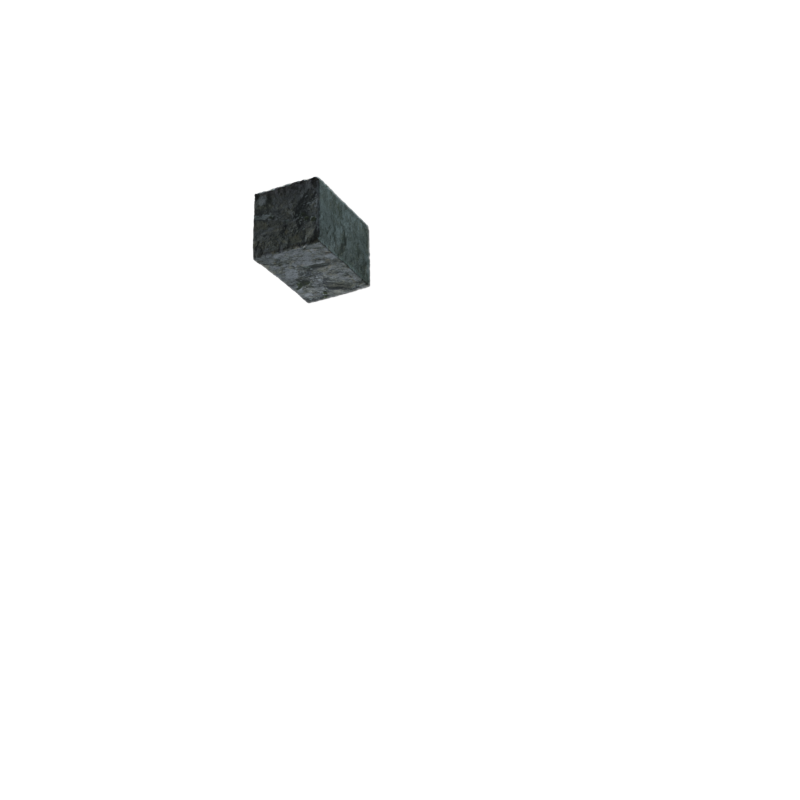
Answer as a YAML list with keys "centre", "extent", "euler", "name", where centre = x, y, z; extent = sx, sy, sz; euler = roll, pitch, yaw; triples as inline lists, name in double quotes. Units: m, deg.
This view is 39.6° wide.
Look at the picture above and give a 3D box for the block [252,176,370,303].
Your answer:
- centre: [-0.060, -0.109, 0.767]
  extent: [0.053, 0.054, 0.072]
  euler: [-13, -27, 23]
  name: "block"
